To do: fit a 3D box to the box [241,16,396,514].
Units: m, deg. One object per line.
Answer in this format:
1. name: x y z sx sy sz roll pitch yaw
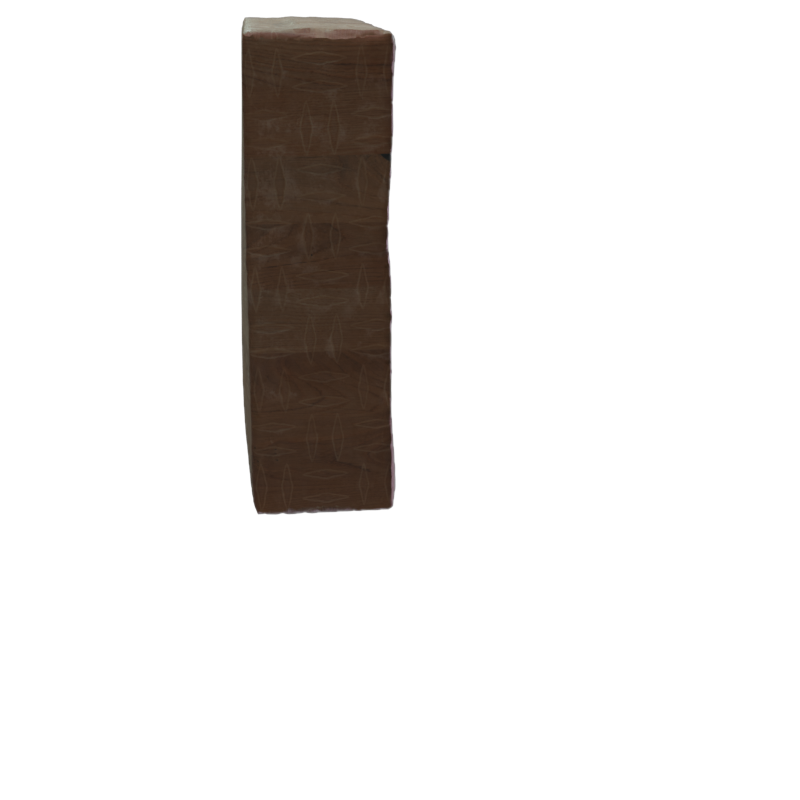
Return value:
1. box: -0.043 -0.078 0.546 0.071 0.206 0.171 -1 17 -7
